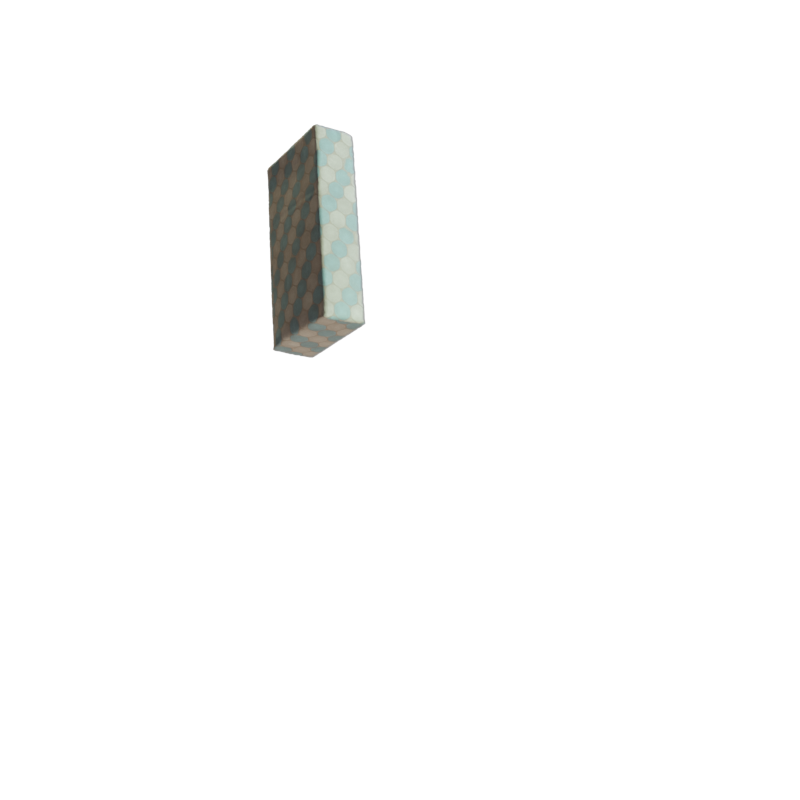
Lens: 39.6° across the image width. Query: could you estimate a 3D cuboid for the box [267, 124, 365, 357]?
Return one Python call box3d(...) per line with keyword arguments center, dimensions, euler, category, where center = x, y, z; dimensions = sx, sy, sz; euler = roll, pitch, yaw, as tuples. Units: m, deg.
box3d(center=(-0.073, -0.134, 0.941), dimensions=(0.046, 0.186, 0.093), euler=(13, -27, -30), category="box")
